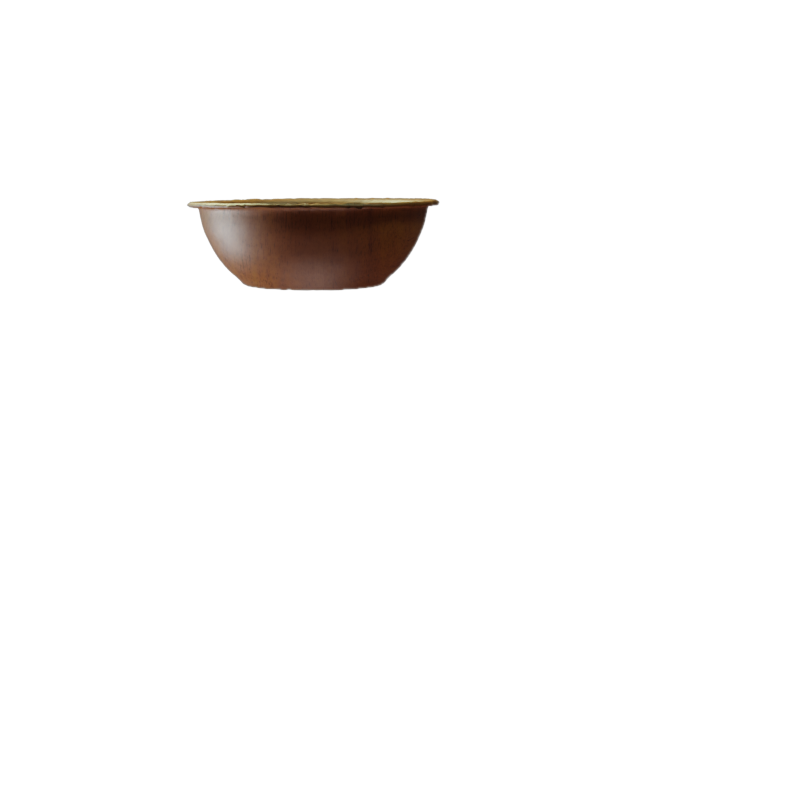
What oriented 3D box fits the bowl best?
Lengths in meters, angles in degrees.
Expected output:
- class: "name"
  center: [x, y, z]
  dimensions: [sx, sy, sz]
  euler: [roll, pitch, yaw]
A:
- class: "bowl"
  center: [-0.056, -0.102, 0.716]
  dimensions: [0.162, 0.054, 0.165]
  euler: [0, 10, -2]
